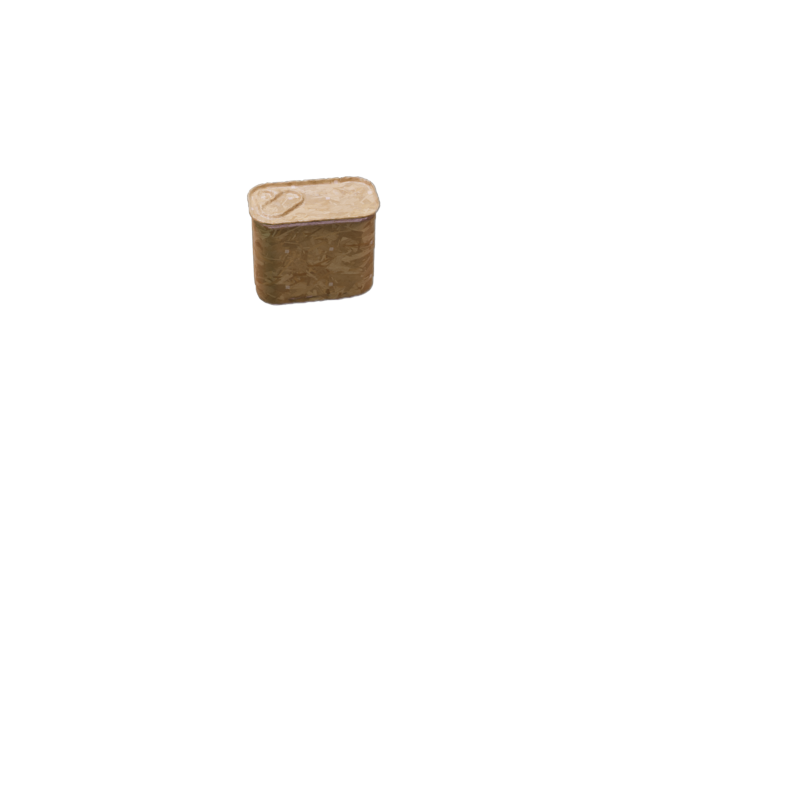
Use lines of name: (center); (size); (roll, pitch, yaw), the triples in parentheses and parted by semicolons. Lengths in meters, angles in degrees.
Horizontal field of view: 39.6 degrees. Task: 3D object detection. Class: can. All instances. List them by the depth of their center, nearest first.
can: (-0.069, -0.126, 0.884); (0.101, 0.078, 0.062); (-5, 40, -8)
